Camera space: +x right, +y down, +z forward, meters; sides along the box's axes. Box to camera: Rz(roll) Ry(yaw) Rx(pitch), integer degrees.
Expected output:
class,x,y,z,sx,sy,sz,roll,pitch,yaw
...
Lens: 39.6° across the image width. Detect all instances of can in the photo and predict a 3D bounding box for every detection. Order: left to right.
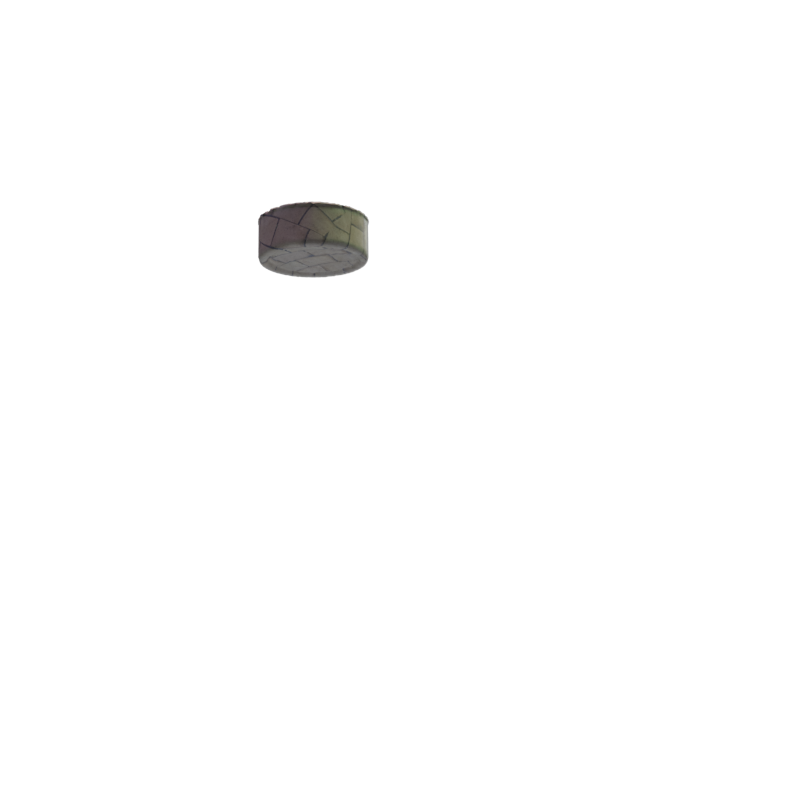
class,x,y,z,sx,sy,sz,roll,pitch,yaw
can,-0.067,-0.122,0.852,0.086,0.035,0.083,0,-12,-2
